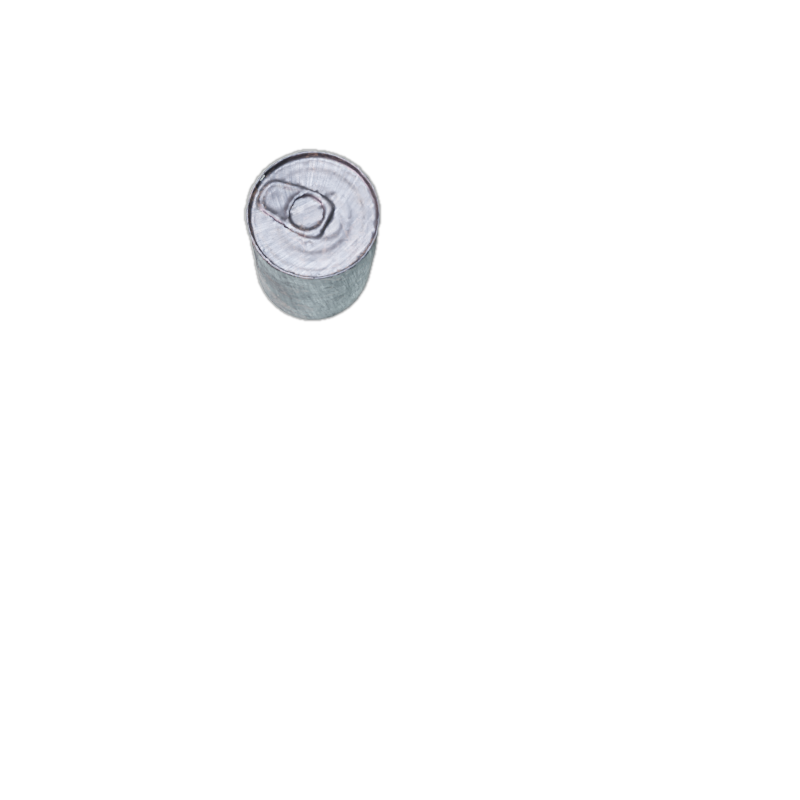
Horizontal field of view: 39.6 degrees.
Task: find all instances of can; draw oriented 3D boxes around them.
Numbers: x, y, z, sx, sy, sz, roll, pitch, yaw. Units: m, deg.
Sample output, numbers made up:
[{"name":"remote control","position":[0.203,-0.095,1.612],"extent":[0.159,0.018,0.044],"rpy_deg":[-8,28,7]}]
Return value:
[{"name":"can","position":[-0.047,-0.086,0.603],"extent":[0.068,0.071,0.099],"rpy_deg":[0,-11,-3]}]
